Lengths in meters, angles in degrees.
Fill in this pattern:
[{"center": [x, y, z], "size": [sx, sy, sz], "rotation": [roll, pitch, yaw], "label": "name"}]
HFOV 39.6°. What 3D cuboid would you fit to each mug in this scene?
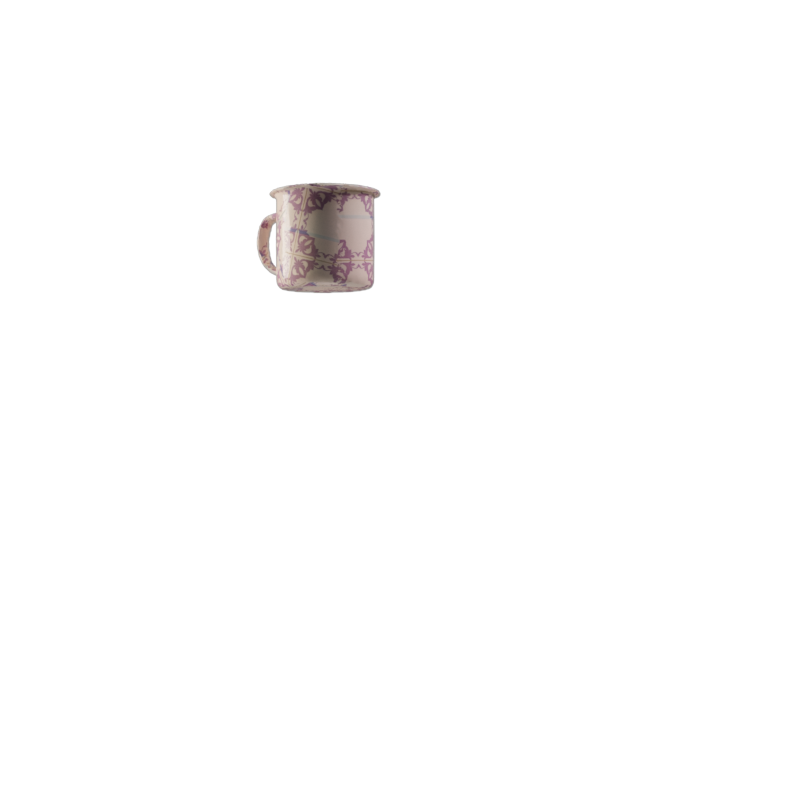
[{"center": [-0.073, -0.132, 0.928], "size": [0.121, 0.083, 0.089], "rotation": [-1, -3, 32], "label": "mug"}]
